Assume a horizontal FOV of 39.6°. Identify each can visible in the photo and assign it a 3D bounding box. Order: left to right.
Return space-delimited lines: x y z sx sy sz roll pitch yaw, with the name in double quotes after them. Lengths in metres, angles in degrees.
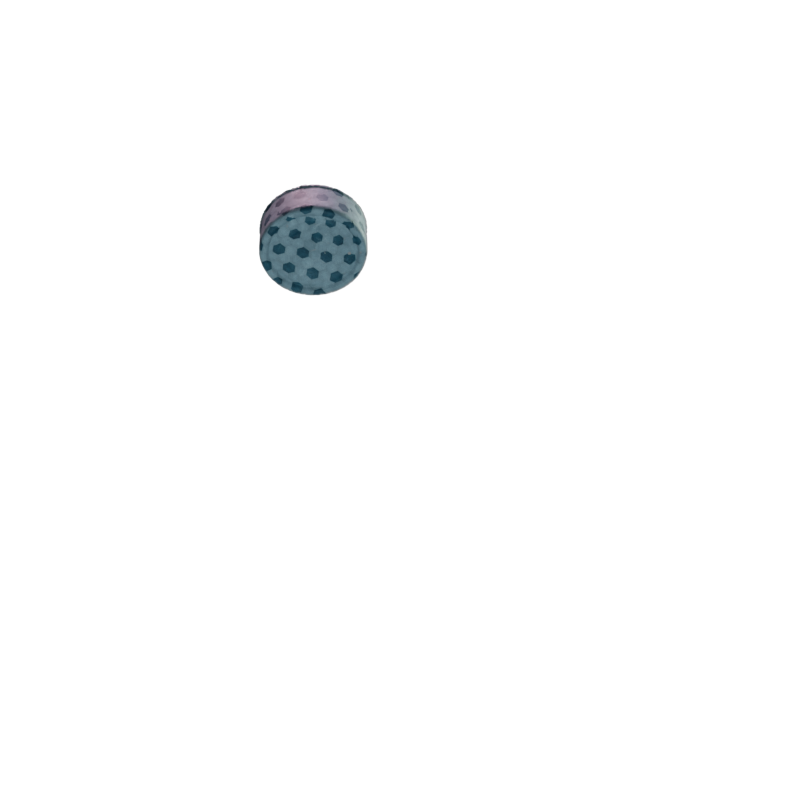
-0.068 -0.124 0.869 0.086 0.080 0.036 1 39 -1 "can"
